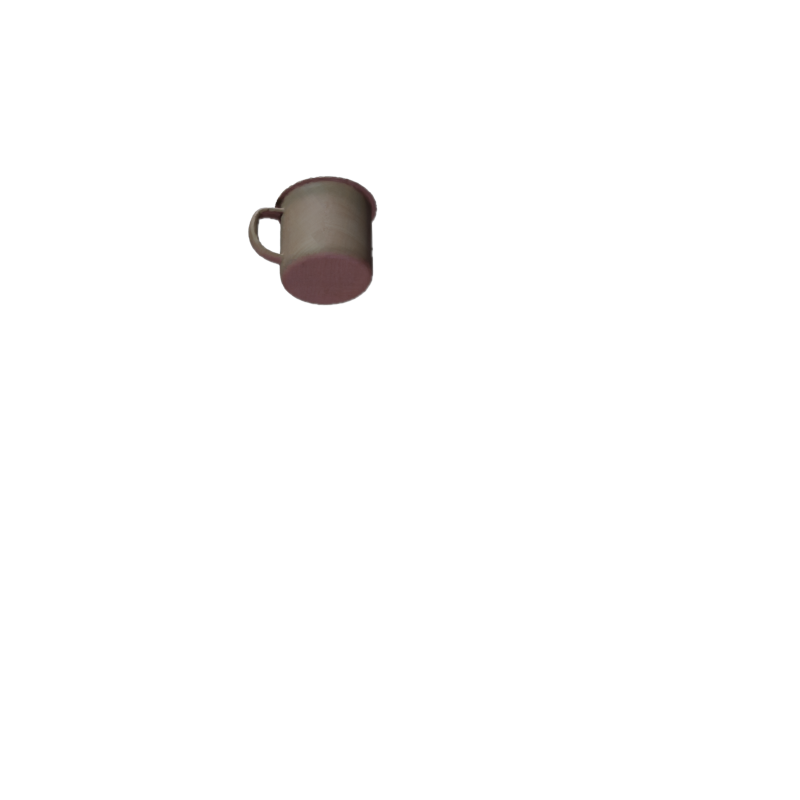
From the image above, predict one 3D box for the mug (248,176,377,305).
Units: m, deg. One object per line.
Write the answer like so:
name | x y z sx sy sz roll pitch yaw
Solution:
mug | -0.077 -0.140 0.979 0.114 0.087 0.089 10 -35 -17
